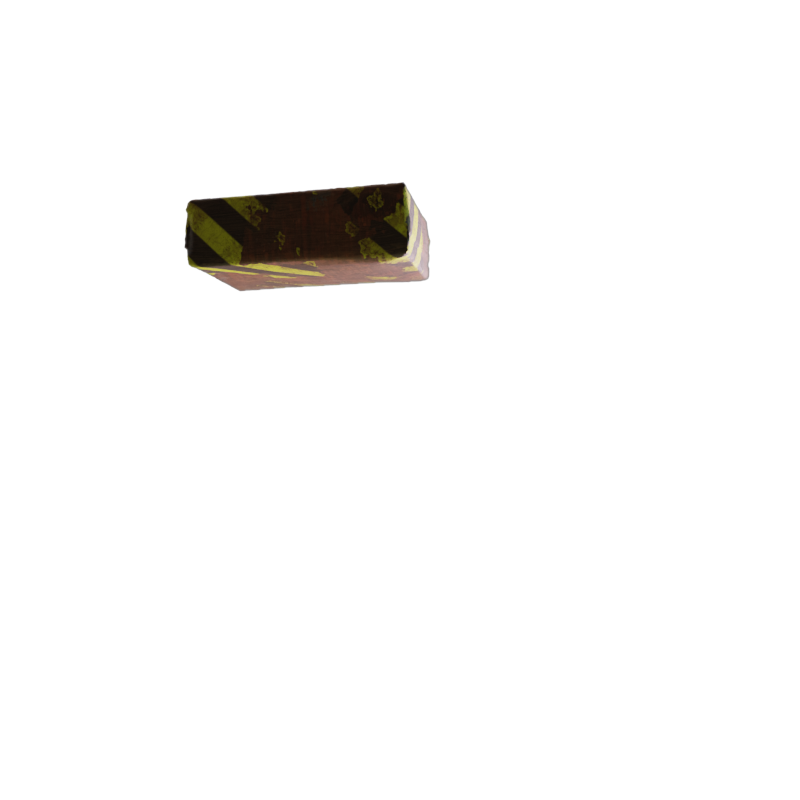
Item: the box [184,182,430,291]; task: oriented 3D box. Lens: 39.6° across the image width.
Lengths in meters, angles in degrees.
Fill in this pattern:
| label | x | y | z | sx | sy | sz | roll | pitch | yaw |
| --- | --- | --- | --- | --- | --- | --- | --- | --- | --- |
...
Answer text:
| label | x | y | z | sx | sy | sz | roll | pitch | yaw |
| --- | --- | --- | --- | --- | --- | --- | --- | --- | --- |
| box | -0.045 | -0.083 | 0.580 | 0.115 | 0.040 | 0.087 | -1 | -3 | 11 |
